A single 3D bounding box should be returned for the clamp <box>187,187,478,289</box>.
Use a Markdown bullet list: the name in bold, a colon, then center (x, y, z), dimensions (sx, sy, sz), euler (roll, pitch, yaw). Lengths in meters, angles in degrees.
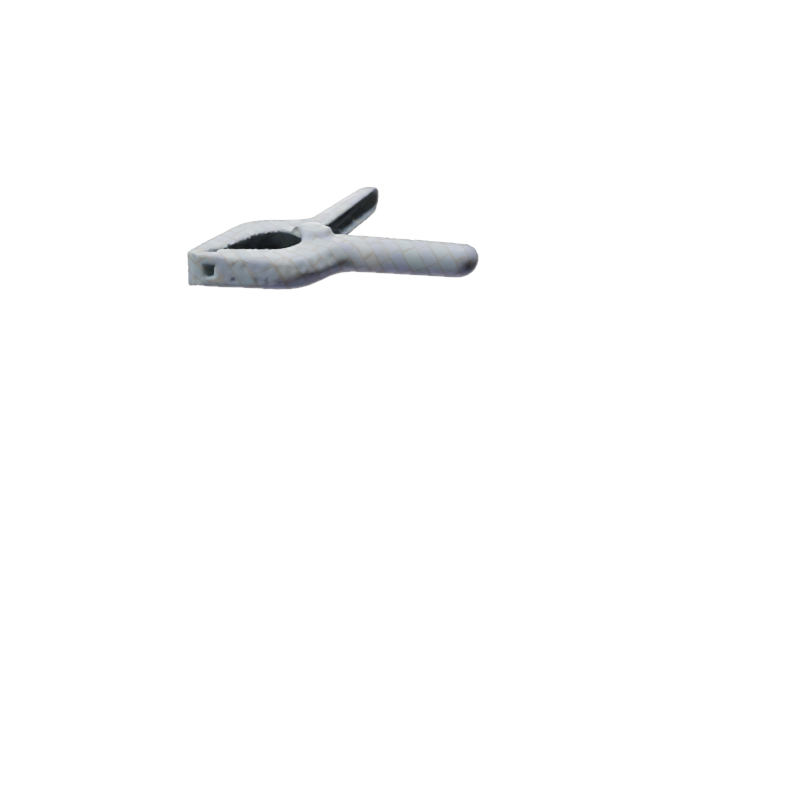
- **clamp**: center (-0.068, -0.123, 0.865), dimensions (0.206, 0.034, 0.176), euler (-10, 29, -19)
